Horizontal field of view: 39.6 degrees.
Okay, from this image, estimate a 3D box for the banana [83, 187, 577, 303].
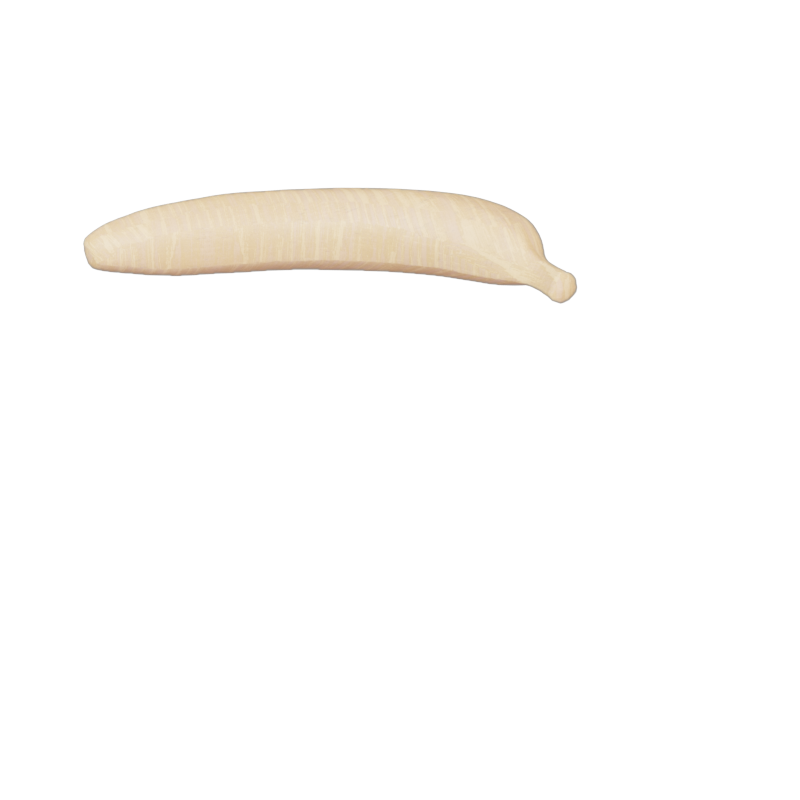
[{"bbox_3d":[-0.028,-0.068,0.460,0.201,0.036,0.070,3,15,11],"label":"banana"}]
